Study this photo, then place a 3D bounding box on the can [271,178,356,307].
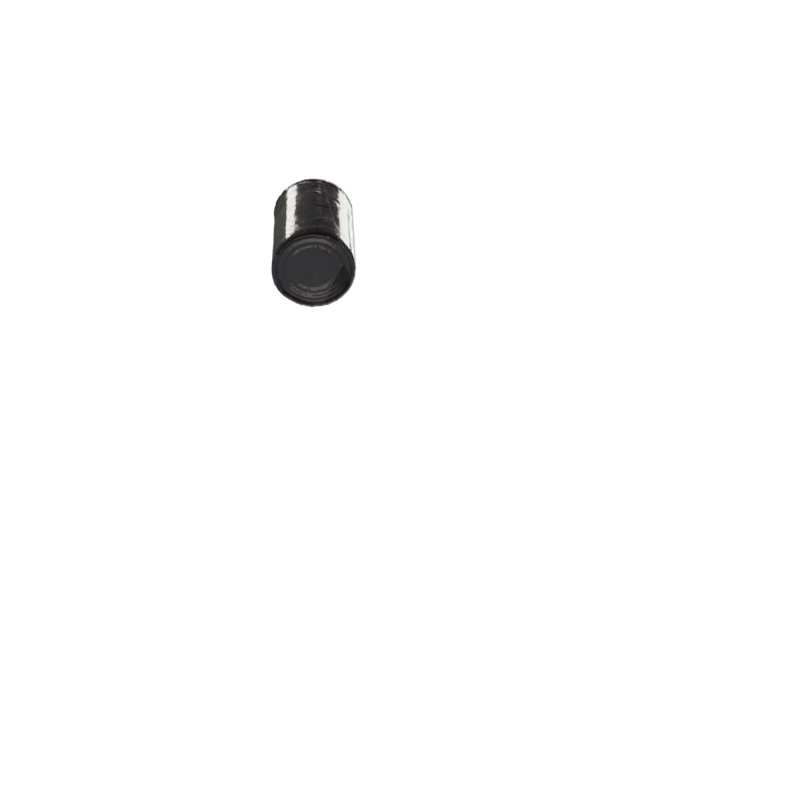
[{"bbox_3d":[-0.071,-0.129,0.903,0.068,0.064,0.109,-1,32,-3],"label":"can"}]
